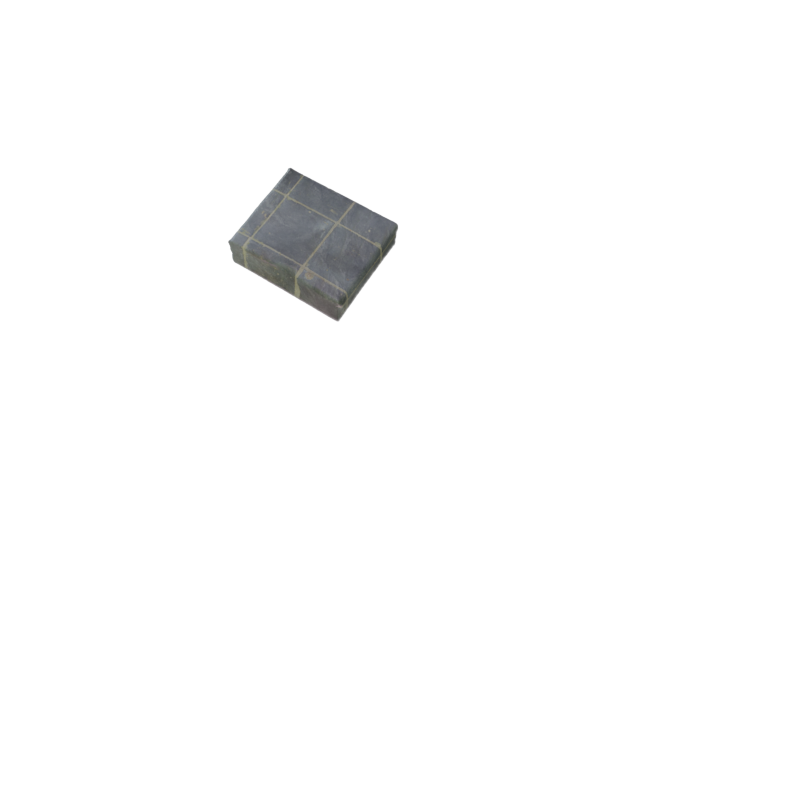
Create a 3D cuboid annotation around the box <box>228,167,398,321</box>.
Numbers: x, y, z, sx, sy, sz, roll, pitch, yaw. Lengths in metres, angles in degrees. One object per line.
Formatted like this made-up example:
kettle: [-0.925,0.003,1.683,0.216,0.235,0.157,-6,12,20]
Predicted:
box: [-0.058,-0.106,0.742,0.093,0.075,0.028,30,-26,15]
